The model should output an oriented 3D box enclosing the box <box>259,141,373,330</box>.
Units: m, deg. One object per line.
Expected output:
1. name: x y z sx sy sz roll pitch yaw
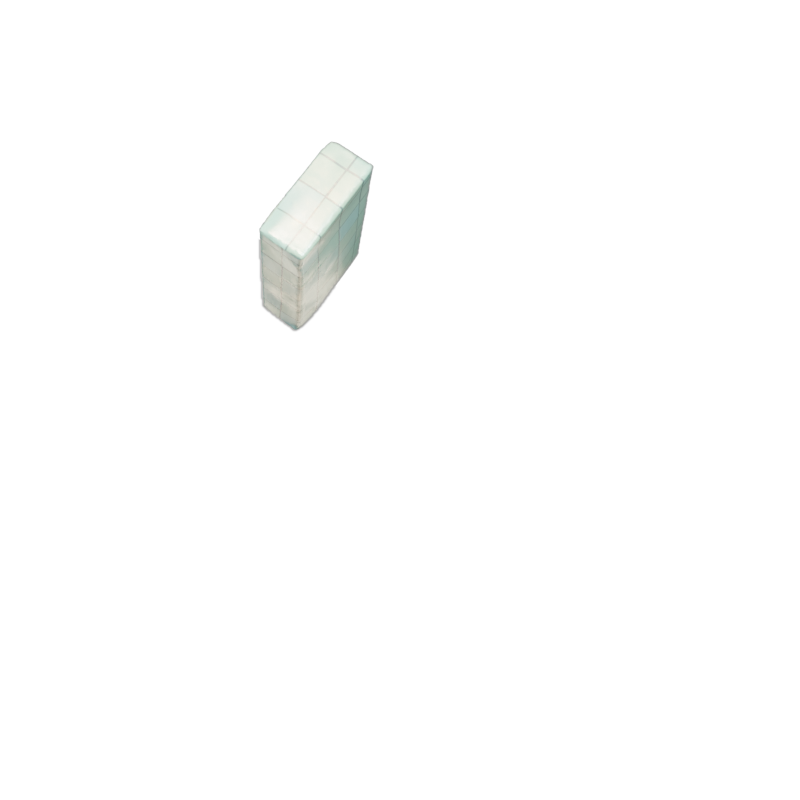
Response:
1. box: -0.069 -0.125 0.873 0.049 0.095 0.169 34 -17 6
